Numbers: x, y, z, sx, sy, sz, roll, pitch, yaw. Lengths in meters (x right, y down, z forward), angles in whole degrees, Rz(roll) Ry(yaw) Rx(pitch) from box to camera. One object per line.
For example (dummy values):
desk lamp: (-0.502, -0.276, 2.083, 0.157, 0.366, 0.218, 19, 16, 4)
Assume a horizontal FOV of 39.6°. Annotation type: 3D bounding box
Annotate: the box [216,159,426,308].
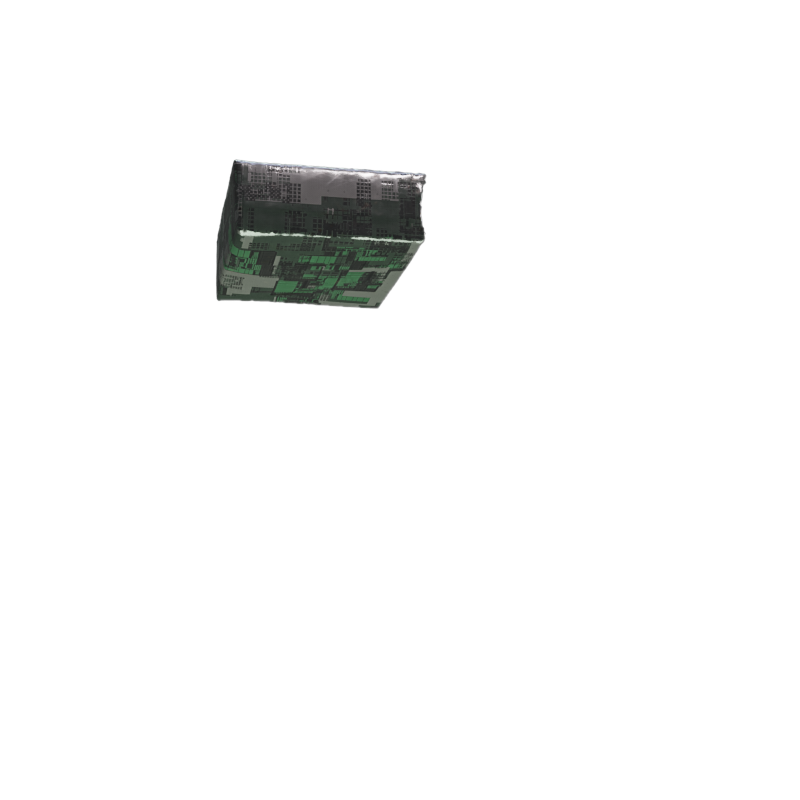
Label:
box: (-0.043, -0.078, 0.548, 0.089, 0.040, 0.111, 2, -12, -11)
